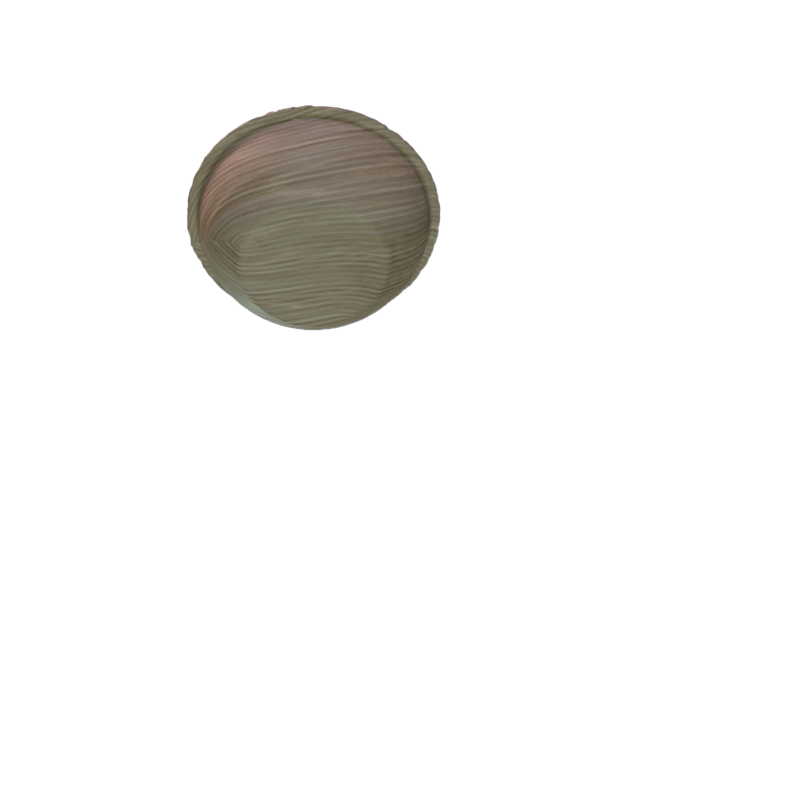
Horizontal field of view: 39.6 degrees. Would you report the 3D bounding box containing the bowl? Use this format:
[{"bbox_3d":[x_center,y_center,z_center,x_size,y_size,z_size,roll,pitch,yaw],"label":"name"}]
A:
[{"bbox_3d":[-0.054,-0.098,0.685,0.162,0.152,0.059,1,35,-1],"label":"bowl"}]
